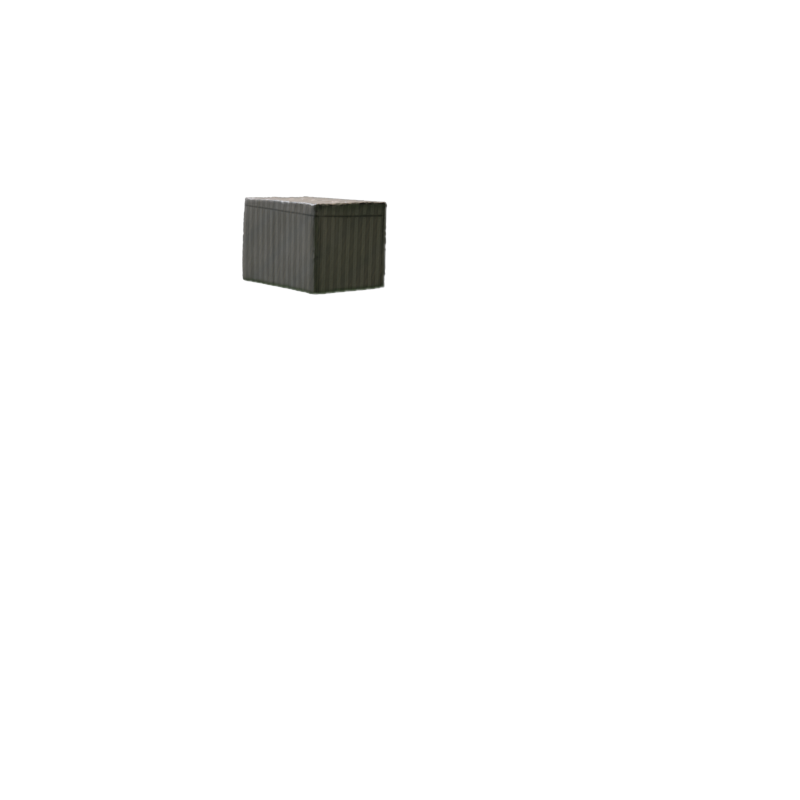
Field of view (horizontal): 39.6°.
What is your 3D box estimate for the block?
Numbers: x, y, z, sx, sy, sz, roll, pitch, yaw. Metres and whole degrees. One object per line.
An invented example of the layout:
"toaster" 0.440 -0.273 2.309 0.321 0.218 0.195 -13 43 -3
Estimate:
"block" -0.051 -0.093 0.655 0.051 0.050 0.082 -7 13 -38
